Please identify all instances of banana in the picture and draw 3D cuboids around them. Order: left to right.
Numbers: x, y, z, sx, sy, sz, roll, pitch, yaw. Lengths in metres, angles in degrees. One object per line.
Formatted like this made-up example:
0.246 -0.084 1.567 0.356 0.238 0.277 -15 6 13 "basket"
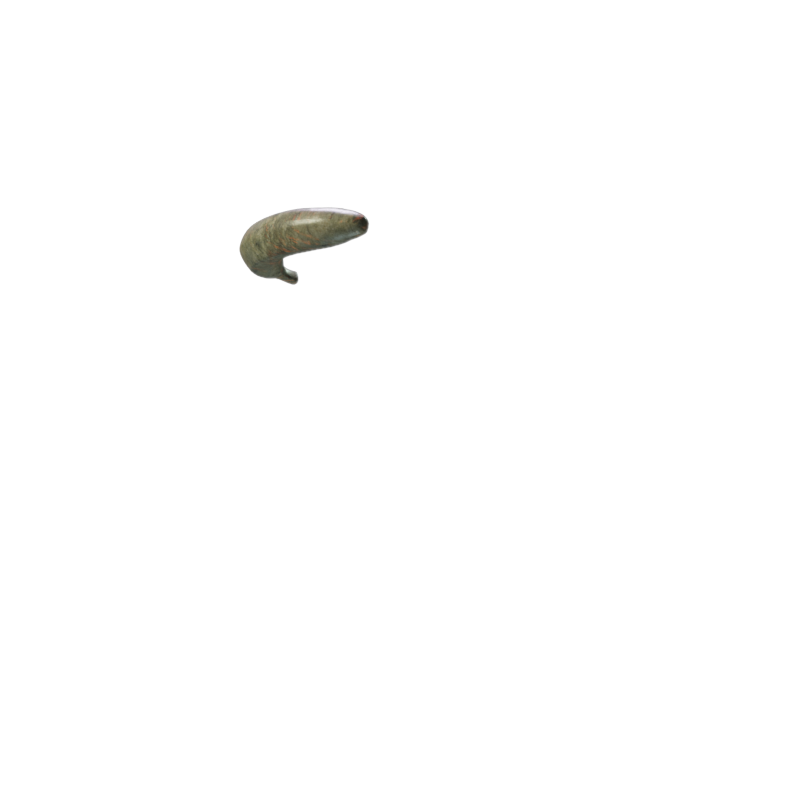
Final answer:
-0.089 -0.129 0.903 0.068 0.037 0.199 2 -5 -21 "banana"
